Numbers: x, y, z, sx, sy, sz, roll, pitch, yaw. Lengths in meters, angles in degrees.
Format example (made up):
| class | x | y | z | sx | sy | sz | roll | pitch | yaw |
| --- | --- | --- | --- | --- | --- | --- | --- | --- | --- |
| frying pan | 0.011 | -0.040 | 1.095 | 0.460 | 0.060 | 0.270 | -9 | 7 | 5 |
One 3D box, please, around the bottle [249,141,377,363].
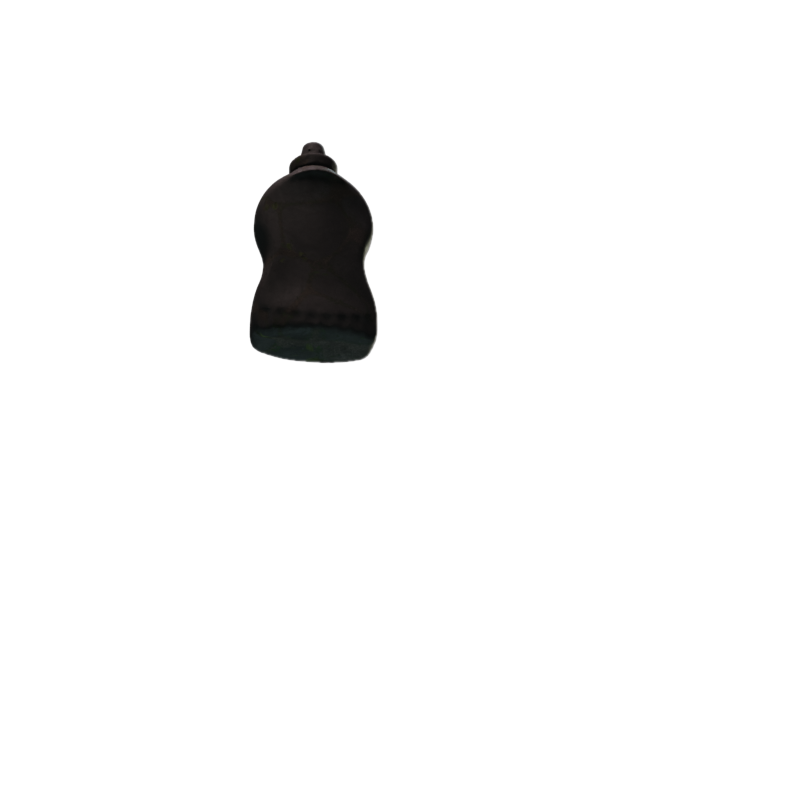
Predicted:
| class | x | y | z | sx | sy | sz | roll | pitch | yaw |
| --- | --- | --- | --- | --- | --- | --- | --- | --- | --- |
| bottle | -0.070 | -0.126 | 0.887 | 0.095 | 0.204 | 0.055 | 3 | -31 | -9 |
